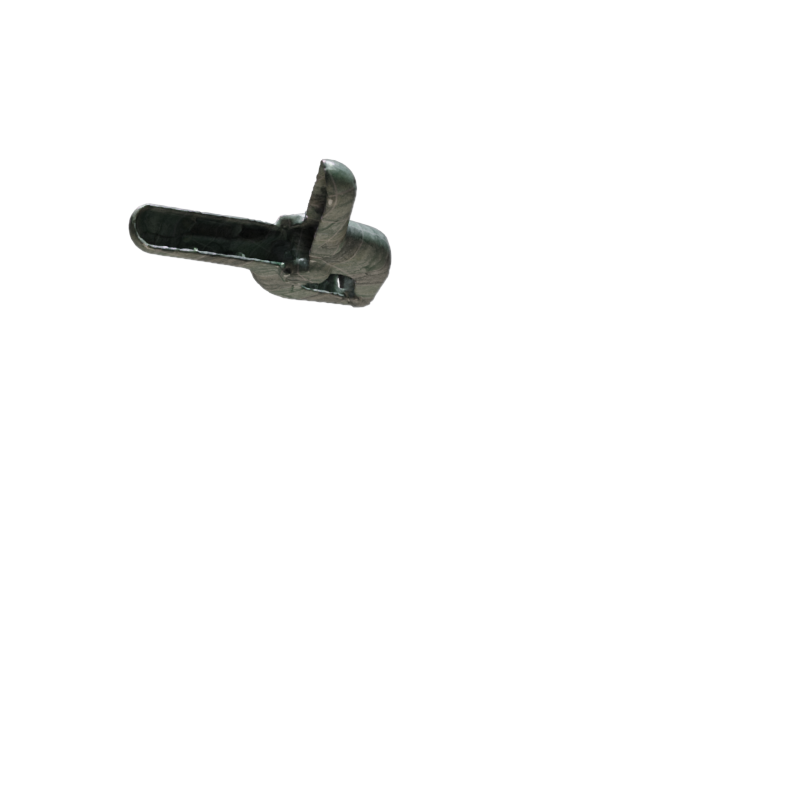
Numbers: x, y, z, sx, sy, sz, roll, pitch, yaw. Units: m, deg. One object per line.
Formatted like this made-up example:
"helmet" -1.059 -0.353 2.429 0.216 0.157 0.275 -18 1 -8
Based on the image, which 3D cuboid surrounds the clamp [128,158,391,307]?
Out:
"clamp" -0.046 -0.084 0.590 0.123 0.040 0.162 -5 -9 31
